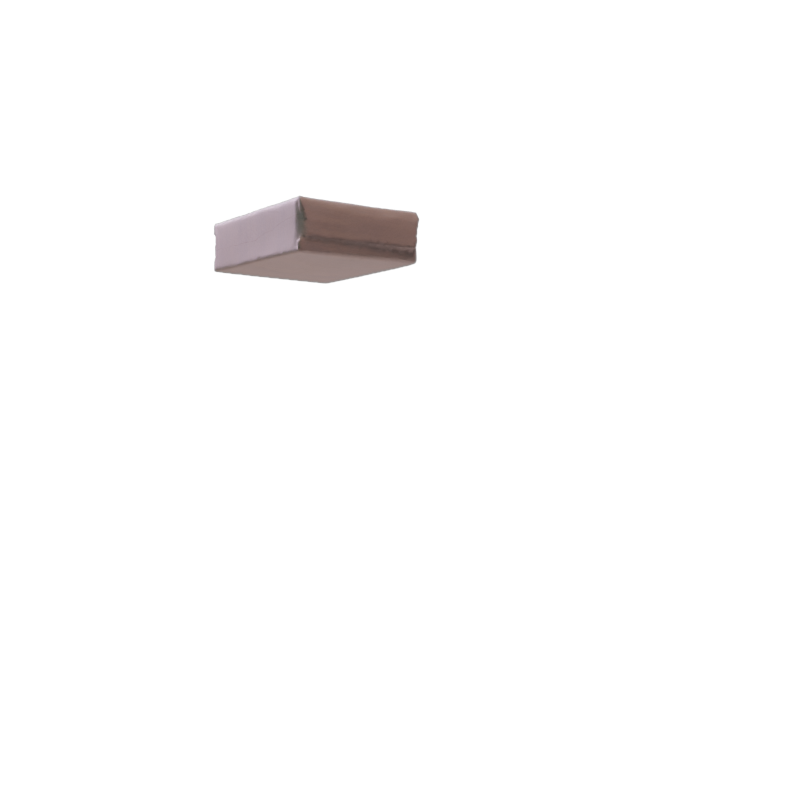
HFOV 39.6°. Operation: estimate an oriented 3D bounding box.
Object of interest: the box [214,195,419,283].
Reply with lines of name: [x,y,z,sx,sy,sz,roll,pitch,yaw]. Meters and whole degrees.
box: [-0.045,-0.083,0.579,0.070,0.031,0.091,2,-4,-35]
